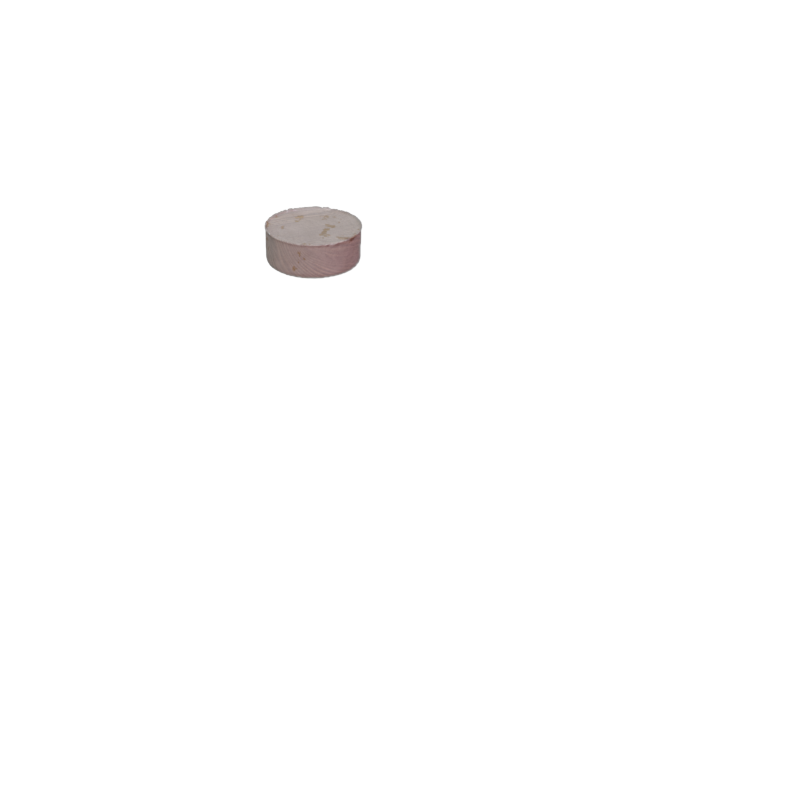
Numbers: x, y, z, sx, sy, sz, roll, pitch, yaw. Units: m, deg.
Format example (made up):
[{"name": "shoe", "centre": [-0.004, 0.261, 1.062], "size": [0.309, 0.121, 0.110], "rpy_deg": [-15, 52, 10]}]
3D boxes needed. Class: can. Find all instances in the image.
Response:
[{"name": "can", "centre": [-0.077, -0.140, 0.979], "size": [0.086, 0.032, 0.091], "rpy_deg": [-1, 30, -2]}]
